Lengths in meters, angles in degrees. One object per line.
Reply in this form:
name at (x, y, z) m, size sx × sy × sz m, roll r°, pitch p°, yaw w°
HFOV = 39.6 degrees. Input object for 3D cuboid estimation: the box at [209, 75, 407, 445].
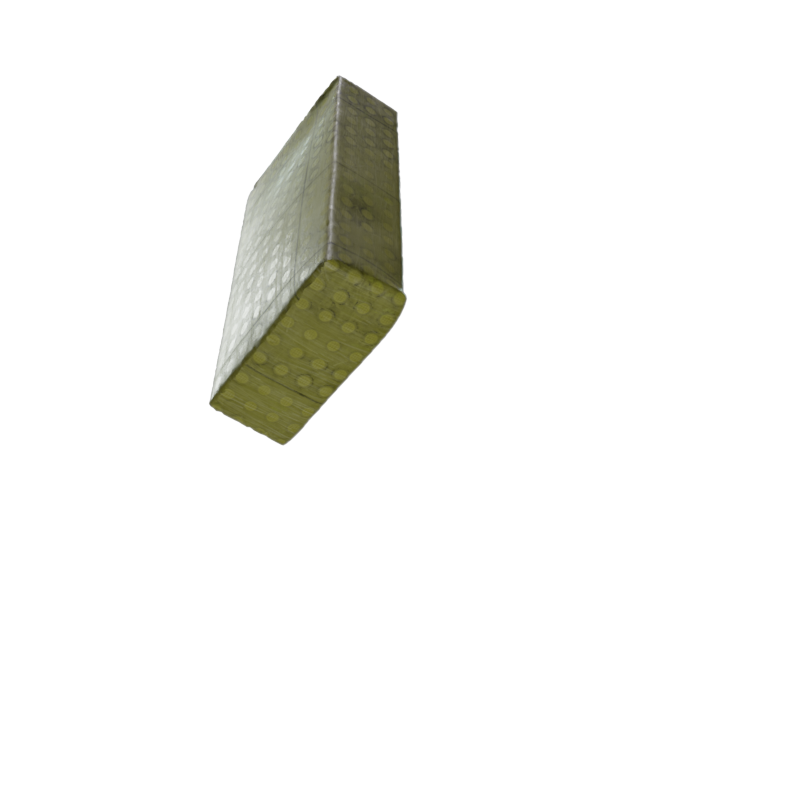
box at (-0.041, -0.074, 0.520) m, size 0.046 × 0.091 × 0.189 m, roll 29°, pitch 31°, yaw -24°
